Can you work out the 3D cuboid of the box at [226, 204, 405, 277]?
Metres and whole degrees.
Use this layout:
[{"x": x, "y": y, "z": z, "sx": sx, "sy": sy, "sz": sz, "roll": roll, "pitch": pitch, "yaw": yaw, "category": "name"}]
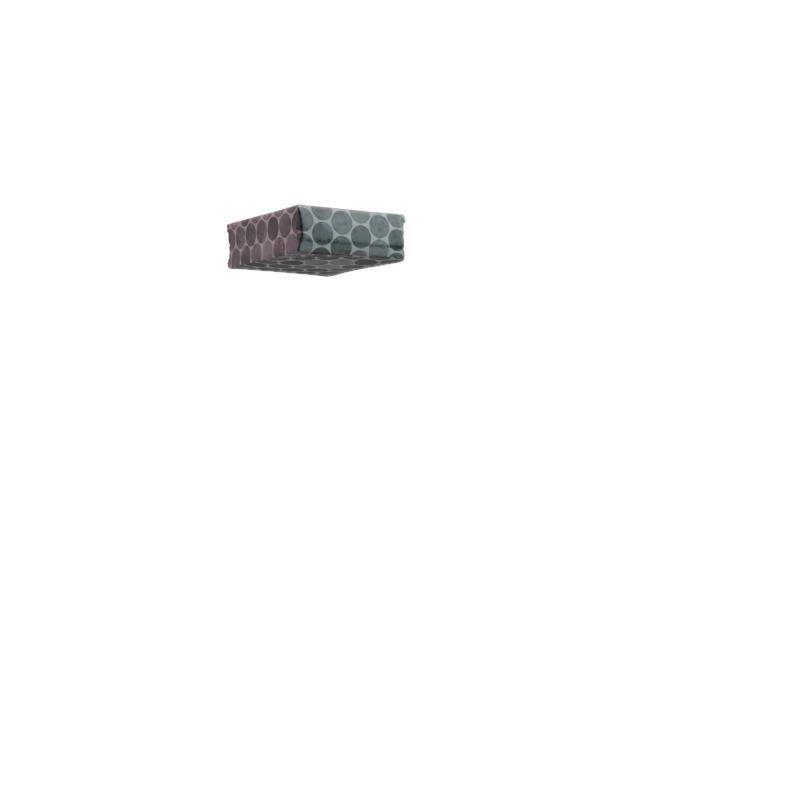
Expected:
[{"x": -0.063, "y": -0.116, "z": 0.812, "sx": 0.086, "sy": 0.039, "sz": 0.116, "roll": 2, "pitch": -3, "yaw": -33, "category": "box"}]
